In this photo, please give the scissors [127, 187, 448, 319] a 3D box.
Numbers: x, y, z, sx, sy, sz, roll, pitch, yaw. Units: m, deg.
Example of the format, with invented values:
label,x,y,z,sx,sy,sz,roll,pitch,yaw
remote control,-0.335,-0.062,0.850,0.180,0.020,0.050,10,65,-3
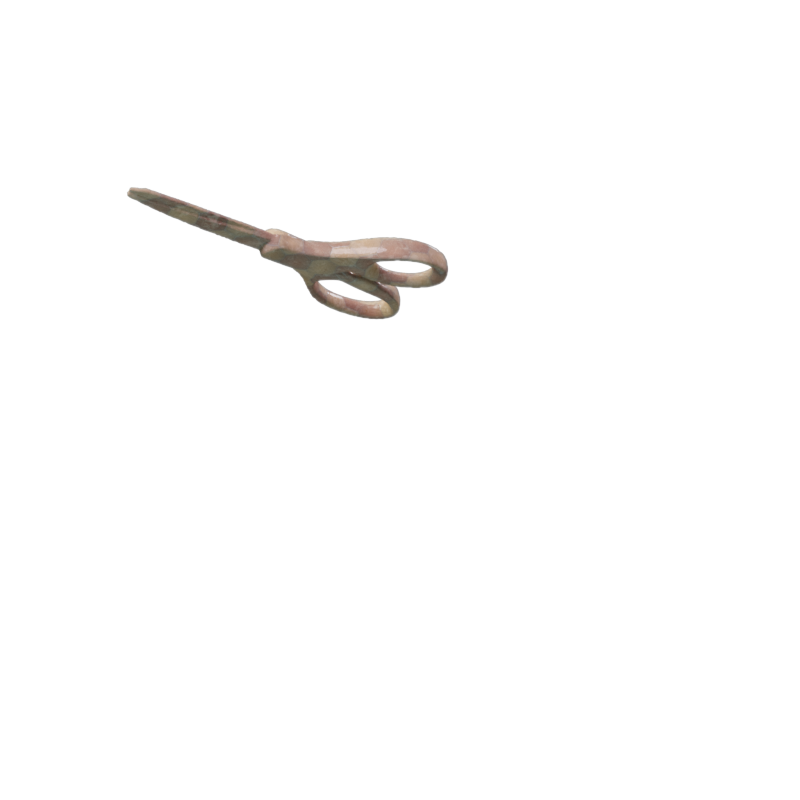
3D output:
label,x,y,z,sx,sy,sz,roll,pitch,yaw
scissors,-0.049,-0.089,0.623,0.098,0.017,0.188,-14,-26,32
